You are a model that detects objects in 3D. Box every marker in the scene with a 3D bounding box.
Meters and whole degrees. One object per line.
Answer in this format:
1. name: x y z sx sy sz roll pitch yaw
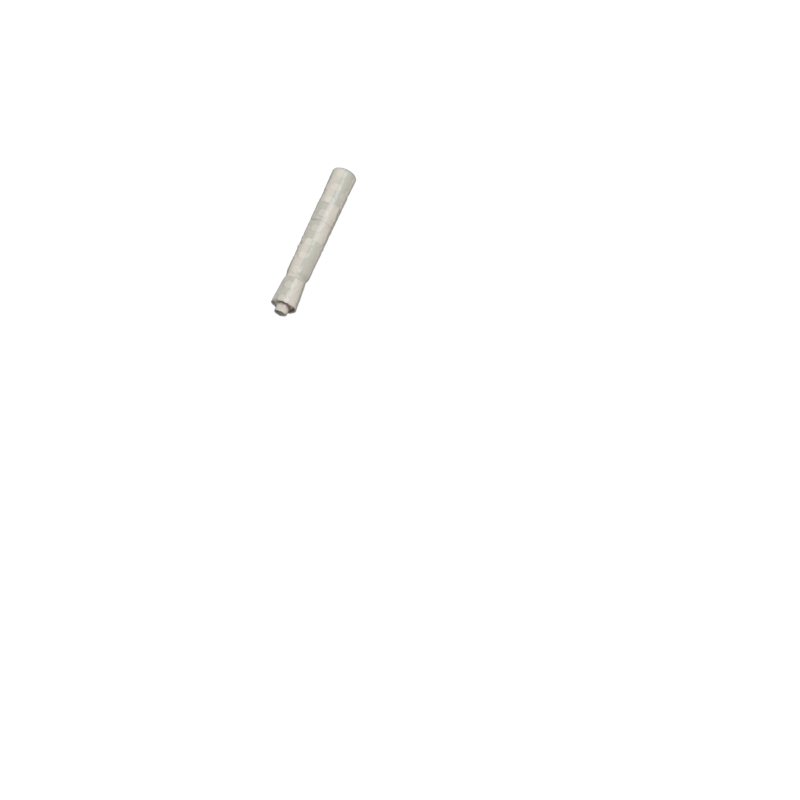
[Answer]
1. marker: -0.062 -0.113 0.789 0.020 0.126 0.019 19 -25 6
